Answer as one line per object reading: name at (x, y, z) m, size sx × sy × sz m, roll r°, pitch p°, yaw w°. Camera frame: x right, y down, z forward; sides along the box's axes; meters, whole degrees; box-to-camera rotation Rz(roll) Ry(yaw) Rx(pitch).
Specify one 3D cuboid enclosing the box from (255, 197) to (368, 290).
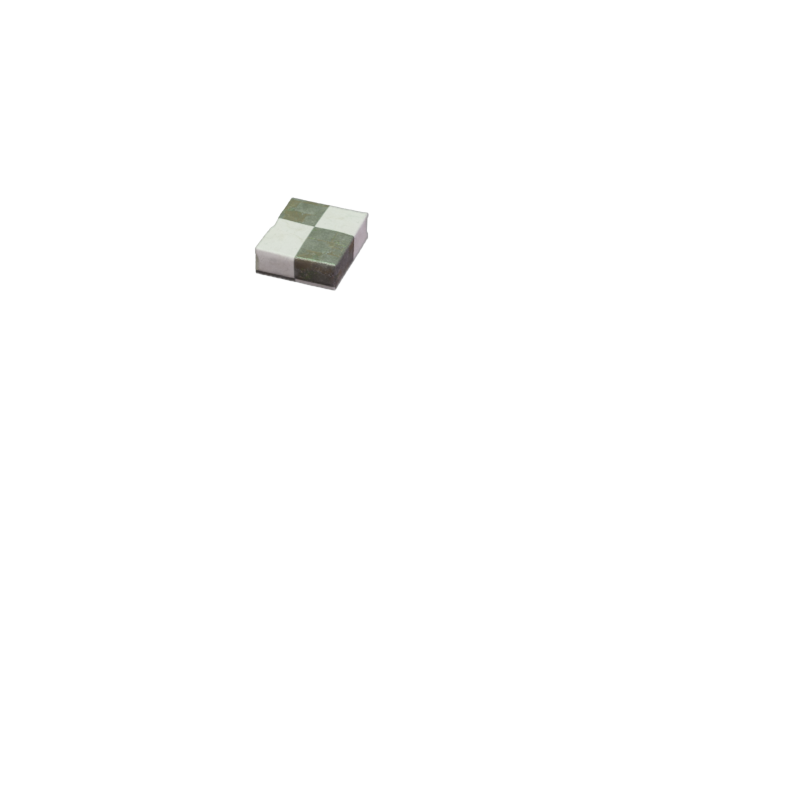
box at (-0.075, -0.136, 0.953) m, size 0.075 × 0.028 × 0.093 m, roll 13°, pitch 41°, yaw 14°
